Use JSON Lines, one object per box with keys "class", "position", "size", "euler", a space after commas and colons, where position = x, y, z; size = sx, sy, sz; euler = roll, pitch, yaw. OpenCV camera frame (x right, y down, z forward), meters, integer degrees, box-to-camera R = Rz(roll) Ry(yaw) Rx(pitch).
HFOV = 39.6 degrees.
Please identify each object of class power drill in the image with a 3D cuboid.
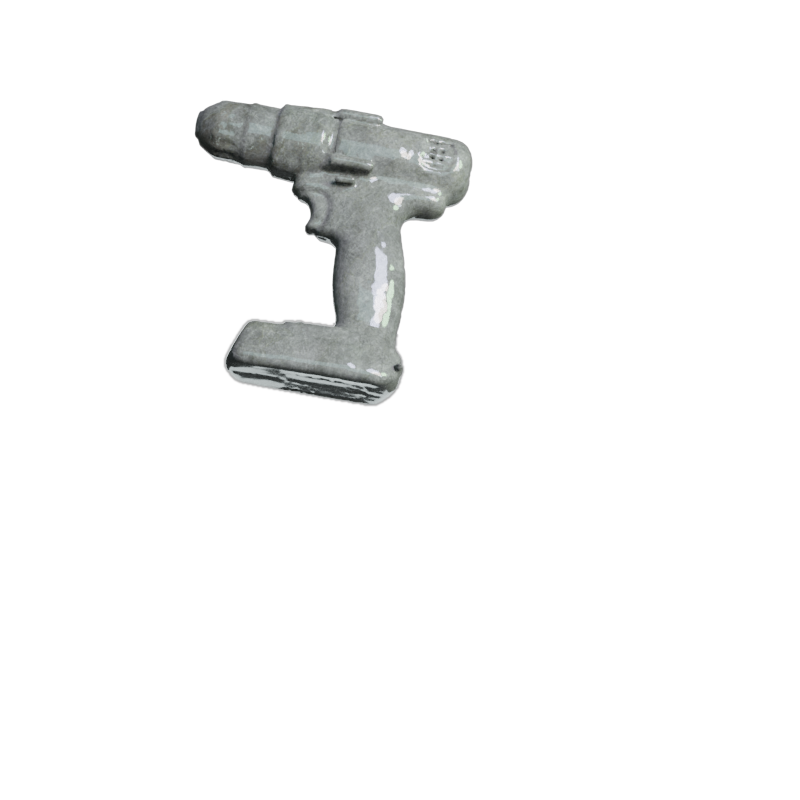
{"class": "power drill", "position": [-0.055, -0.100, 0.704], "size": [0.186, 0.196, 0.055], "euler": [9, -21, 3]}
